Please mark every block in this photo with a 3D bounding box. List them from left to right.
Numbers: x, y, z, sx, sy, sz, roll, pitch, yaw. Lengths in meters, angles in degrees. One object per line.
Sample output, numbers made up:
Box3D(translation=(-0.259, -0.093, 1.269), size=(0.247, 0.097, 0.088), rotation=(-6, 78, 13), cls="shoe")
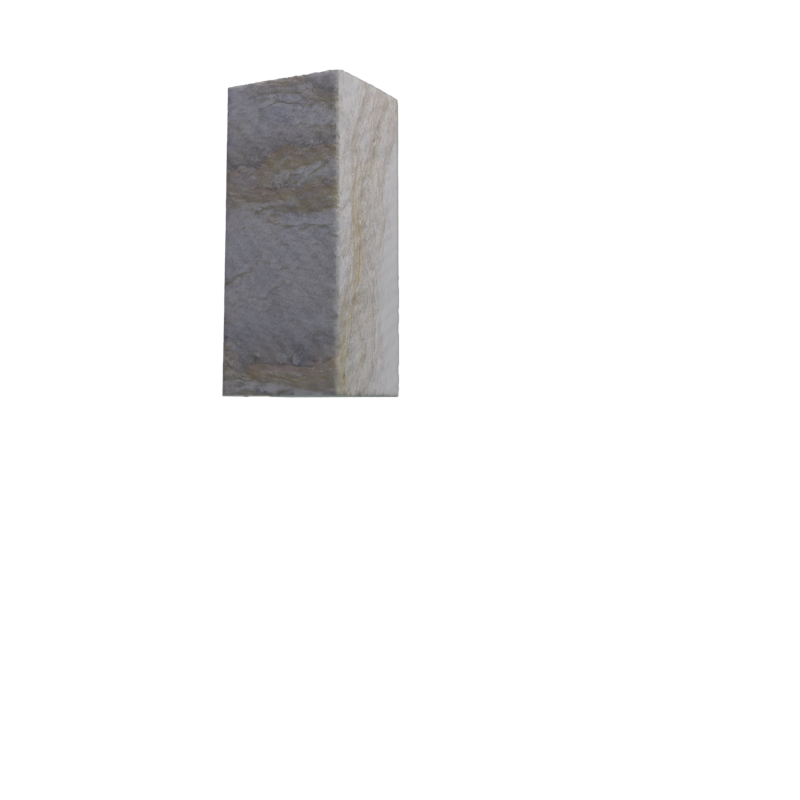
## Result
Box3D(translation=(-0.058, -0.106, 0.745), size=(0.093, 0.210, 0.086), rotation=(-4, -8, 28), cls="block")
